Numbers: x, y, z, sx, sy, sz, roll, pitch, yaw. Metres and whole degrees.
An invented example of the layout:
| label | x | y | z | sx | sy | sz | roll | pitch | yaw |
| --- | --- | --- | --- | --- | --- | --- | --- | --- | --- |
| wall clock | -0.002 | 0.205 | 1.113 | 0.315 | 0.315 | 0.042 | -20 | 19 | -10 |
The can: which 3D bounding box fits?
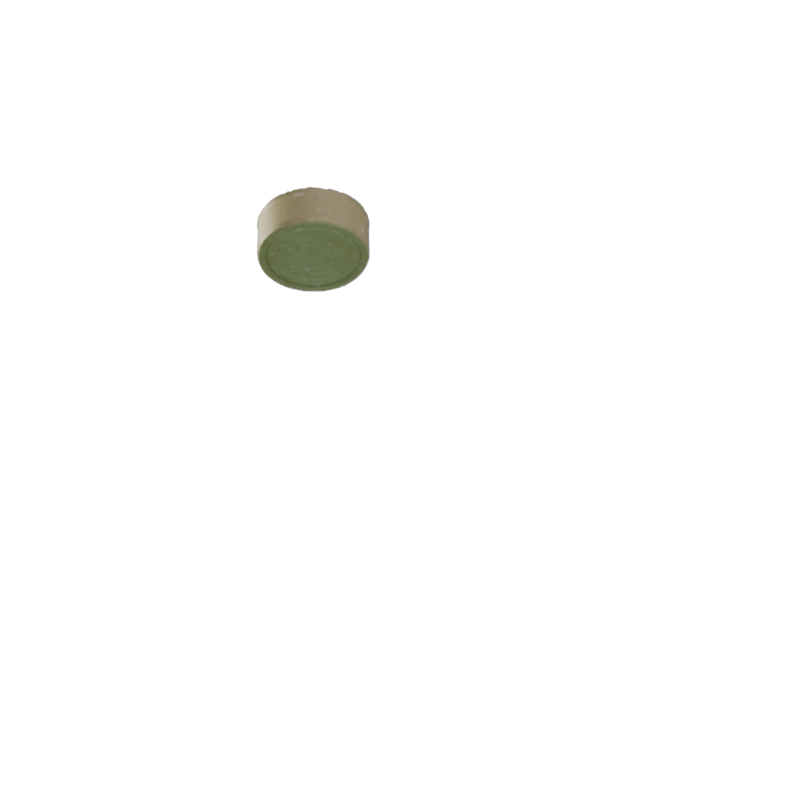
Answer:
| label | x | y | z | sx | sy | sz | roll | pitch | yaw |
| --- | --- | --- | --- | --- | --- | --- | --- | --- | --- |
| can | -0.065 | -0.119 | 0.835 | 0.086 | 0.036 | 0.080 | 1 | -36 | -2 |
